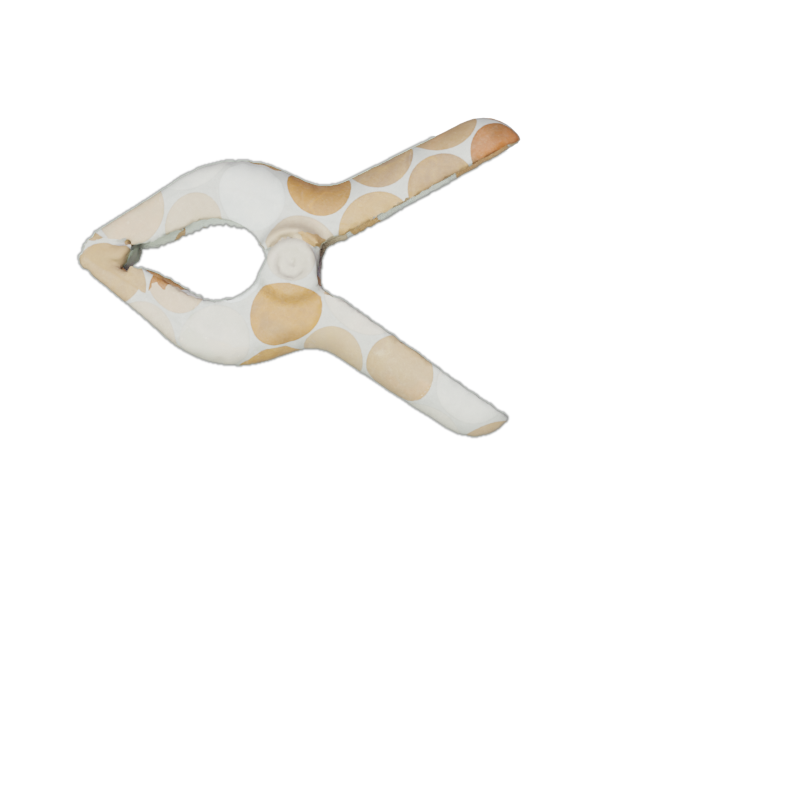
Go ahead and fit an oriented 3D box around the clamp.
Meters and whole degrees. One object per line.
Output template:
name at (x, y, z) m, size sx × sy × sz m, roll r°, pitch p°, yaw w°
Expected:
clamp at (-0.034, -0.061, 0.428) m, size 0.172 × 0.123 × 0.038 m, roll 12°, pitch -11°, yaw 2°
